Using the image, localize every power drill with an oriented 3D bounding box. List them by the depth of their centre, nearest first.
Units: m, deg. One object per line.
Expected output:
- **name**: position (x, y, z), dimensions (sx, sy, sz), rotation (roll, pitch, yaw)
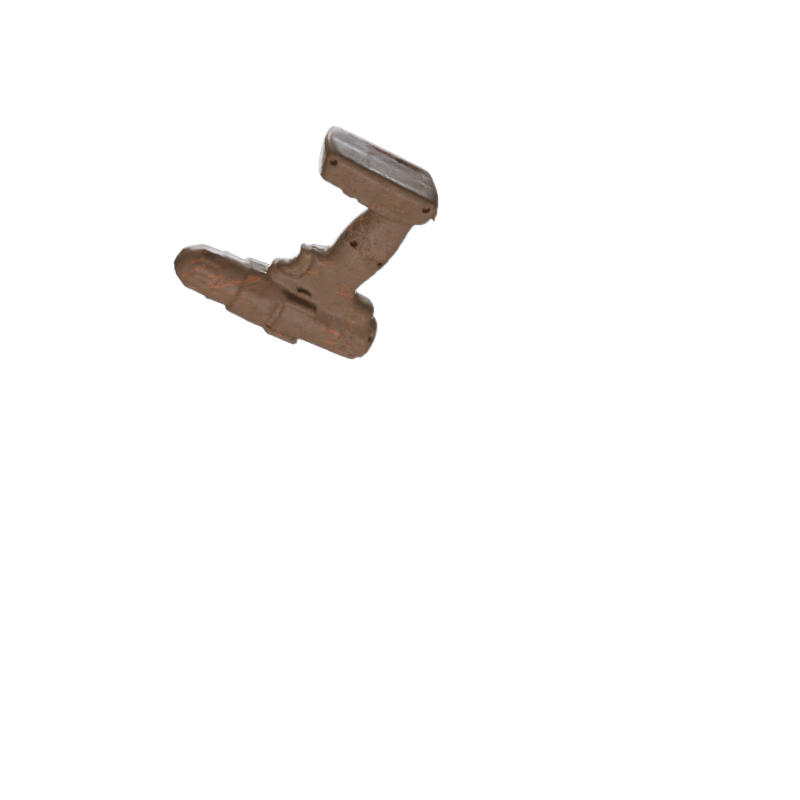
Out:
- **power drill**: position (-0.071, -0.129, 0.907), dimensions (0.178, 0.182, 0.061), rotation (23, 36, -19)
